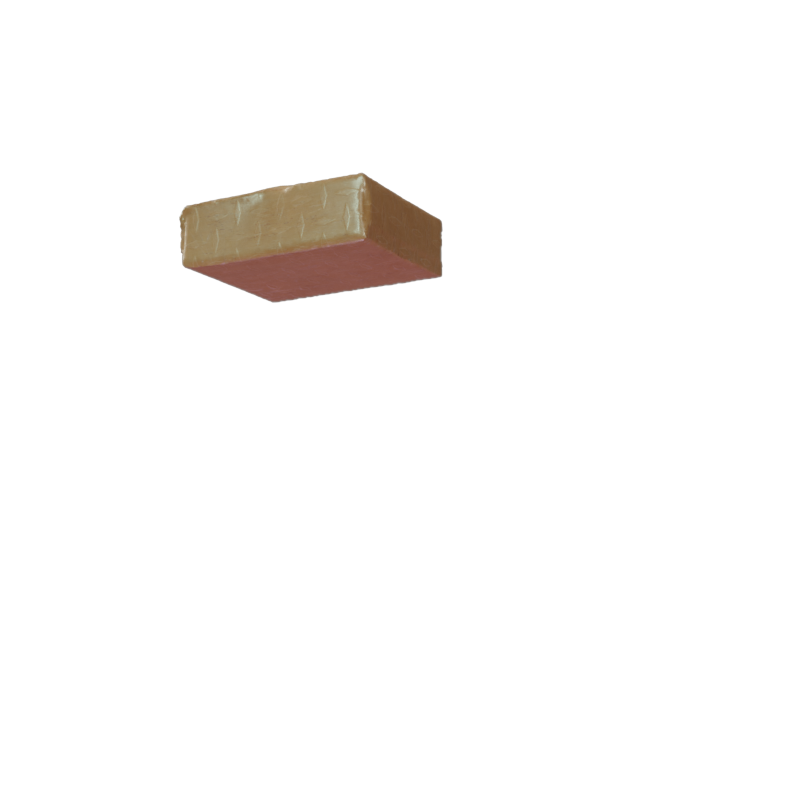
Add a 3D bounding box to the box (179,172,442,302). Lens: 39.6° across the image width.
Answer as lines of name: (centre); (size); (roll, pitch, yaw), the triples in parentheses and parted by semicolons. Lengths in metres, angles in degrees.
box: (-0.037, -0.067, 0.469); (0.091, 0.031, 0.069); (-5, -10, 28)
